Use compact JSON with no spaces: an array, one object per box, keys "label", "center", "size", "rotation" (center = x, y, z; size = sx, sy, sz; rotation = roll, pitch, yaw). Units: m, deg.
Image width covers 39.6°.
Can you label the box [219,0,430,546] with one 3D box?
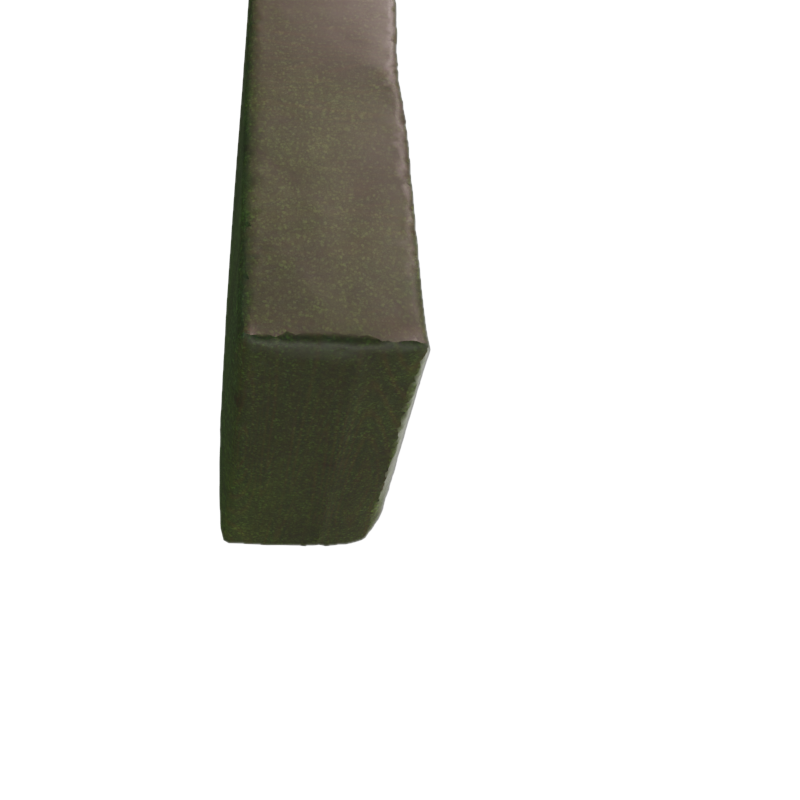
[{"label":"box","center":[-0.038,-0.069,0.483],"size":[0.071,0.229,0.155],"rotation":[3,-35,-8]}]
